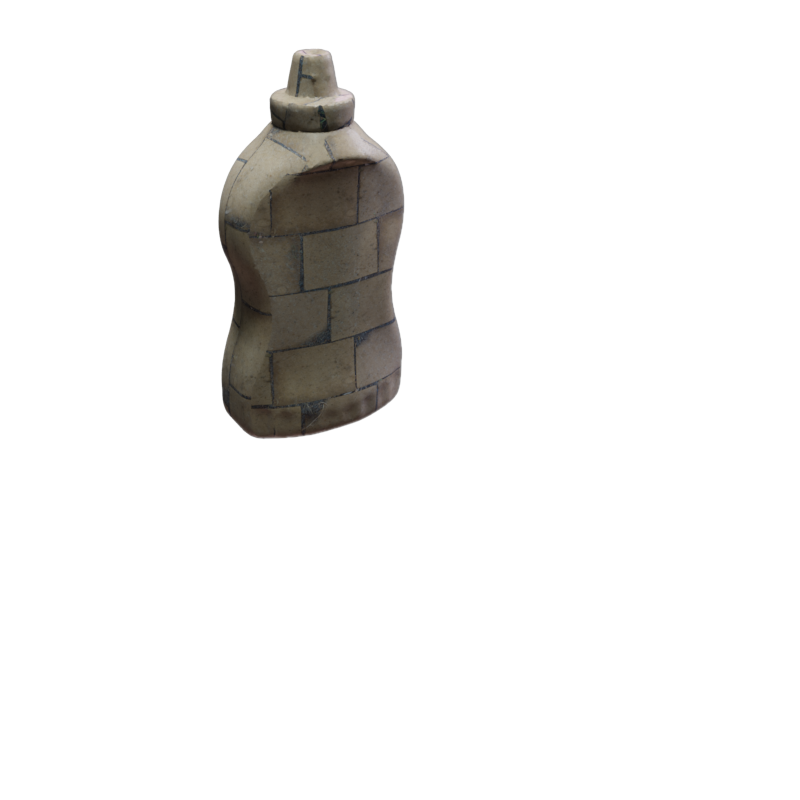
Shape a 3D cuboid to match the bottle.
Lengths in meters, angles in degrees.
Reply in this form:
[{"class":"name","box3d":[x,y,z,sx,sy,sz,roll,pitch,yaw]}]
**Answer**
[{"class":"bottle","box3d":[-0.044,-0.080,0.557,0.094,0.182,0.063,-12,27,-28]}]
